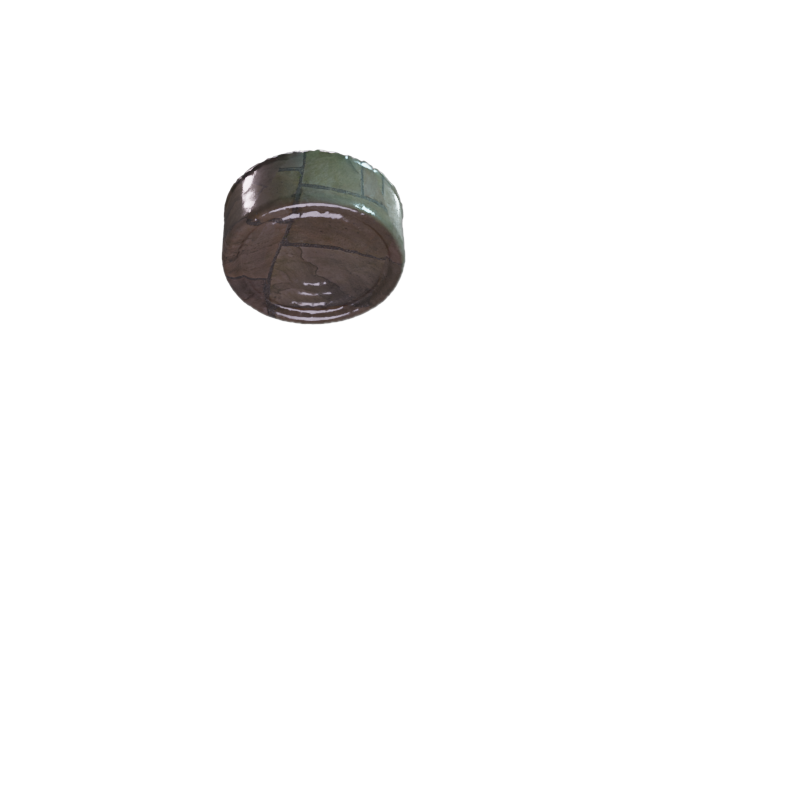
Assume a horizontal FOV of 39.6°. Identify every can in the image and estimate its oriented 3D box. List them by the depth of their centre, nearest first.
[{"bbox_3d":[-0.041,-0.074,0.518,0.086,0.036,0.080,1,-40,-2],"label":"can"}]
